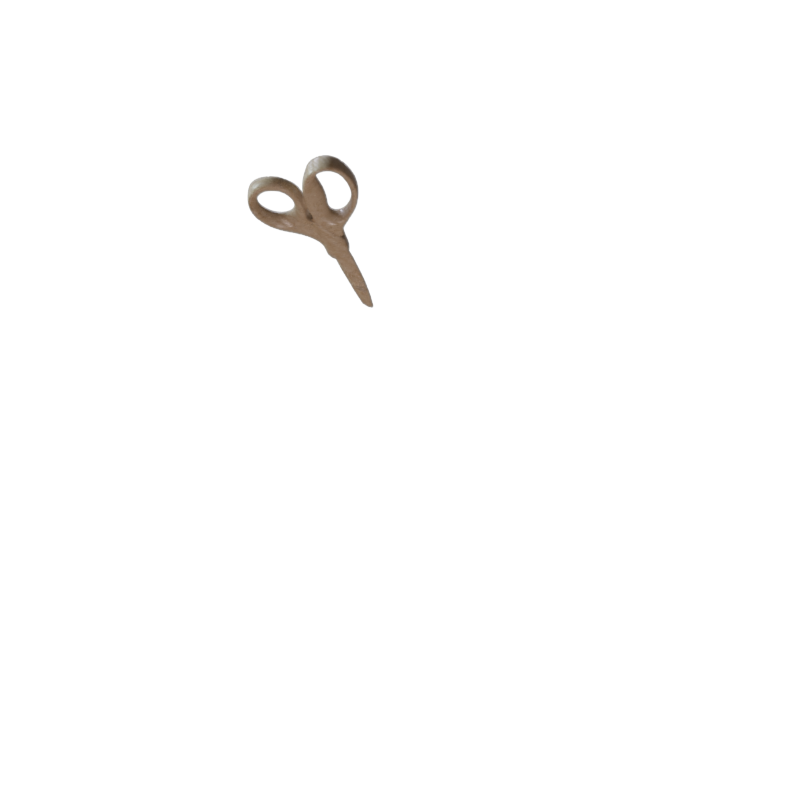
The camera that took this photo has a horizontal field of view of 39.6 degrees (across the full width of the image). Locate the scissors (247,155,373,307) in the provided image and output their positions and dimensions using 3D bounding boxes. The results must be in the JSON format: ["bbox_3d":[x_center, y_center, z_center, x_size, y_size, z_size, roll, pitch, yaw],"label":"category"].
[{"bbox_3d":[-0.072,-0.131,0.916,0.096,0.017,0.188,0,-31,0],"label":"scissors"}]
